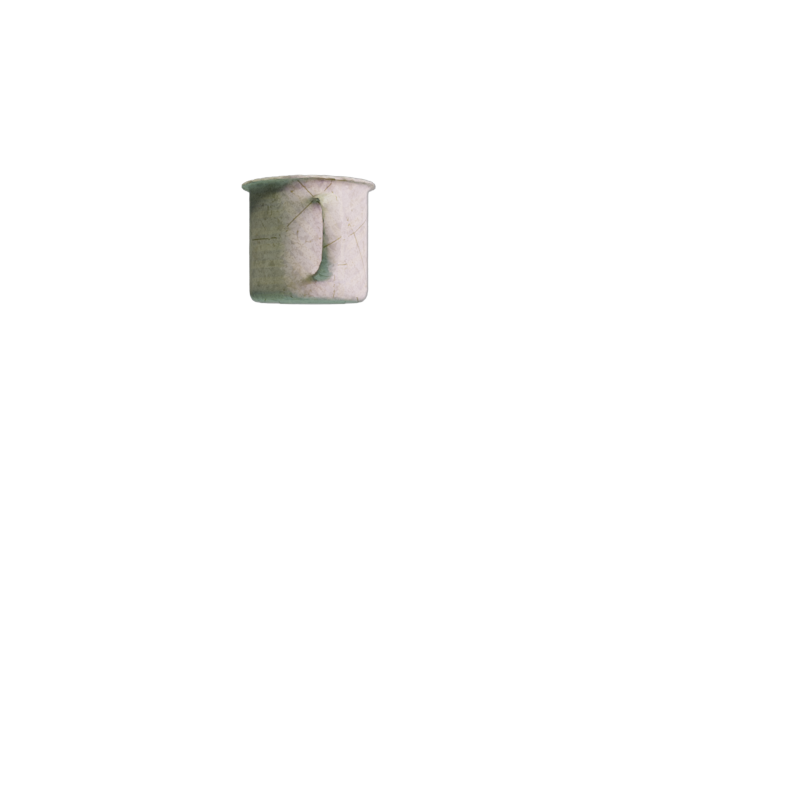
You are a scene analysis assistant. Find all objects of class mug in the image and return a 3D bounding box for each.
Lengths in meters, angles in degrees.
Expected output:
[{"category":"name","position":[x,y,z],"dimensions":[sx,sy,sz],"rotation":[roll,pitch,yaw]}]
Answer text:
[{"category":"mug","position":[-0.059,-0.107,0.750],"dimensions":[0.091,0.082,0.119],"rotation":[0,0,-19]}]
